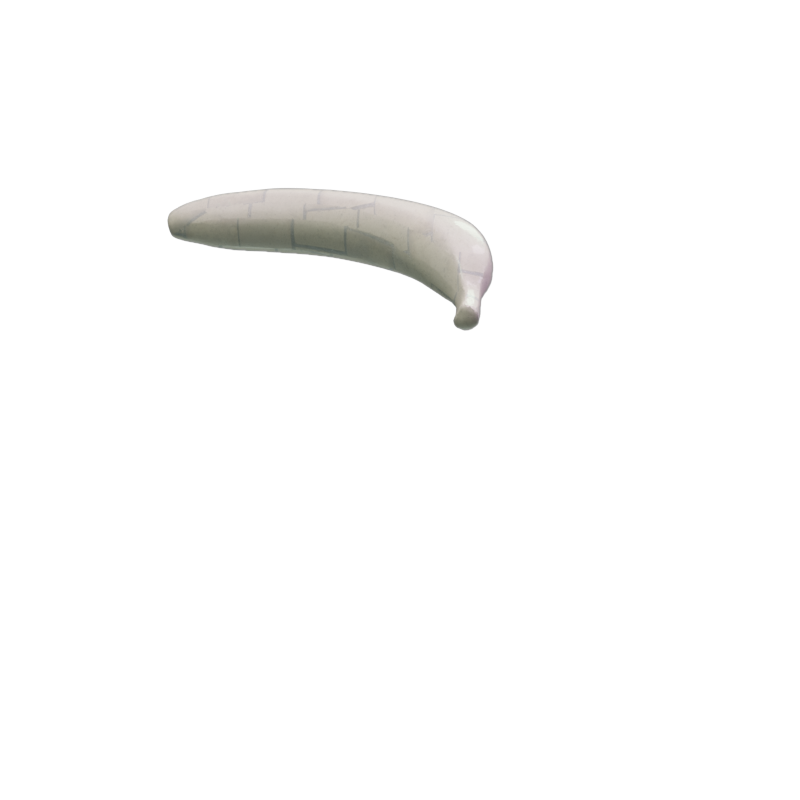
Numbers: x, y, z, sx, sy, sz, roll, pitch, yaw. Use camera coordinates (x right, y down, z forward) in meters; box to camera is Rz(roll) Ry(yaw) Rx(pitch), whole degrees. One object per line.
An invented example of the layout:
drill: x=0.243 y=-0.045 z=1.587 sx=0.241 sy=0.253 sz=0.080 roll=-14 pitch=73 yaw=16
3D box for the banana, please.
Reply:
banana: x=-0.028 y=-0.082 z=0.552 sx=0.209 sy=0.035 sz=0.069 roll=19 pitch=29 yaw=37
